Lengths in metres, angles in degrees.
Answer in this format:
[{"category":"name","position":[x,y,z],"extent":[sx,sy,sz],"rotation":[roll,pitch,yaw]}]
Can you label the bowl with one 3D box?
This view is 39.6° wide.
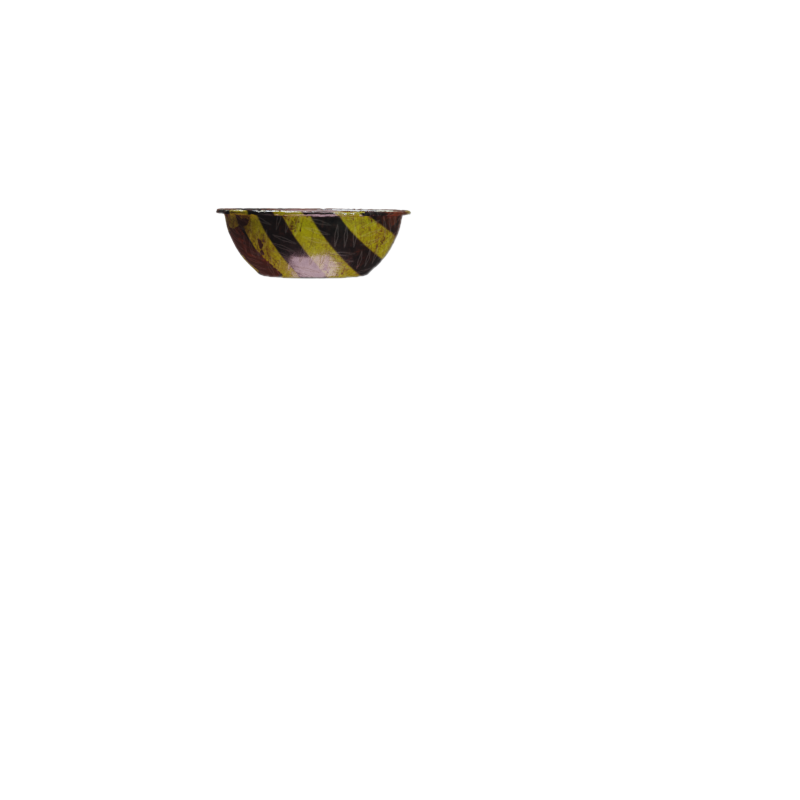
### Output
[{"category":"bowl","position":[-0.072,-0.131,0.918],"extent":[0.162,0.054,0.165],"rotation":[0,10,-2]}]
